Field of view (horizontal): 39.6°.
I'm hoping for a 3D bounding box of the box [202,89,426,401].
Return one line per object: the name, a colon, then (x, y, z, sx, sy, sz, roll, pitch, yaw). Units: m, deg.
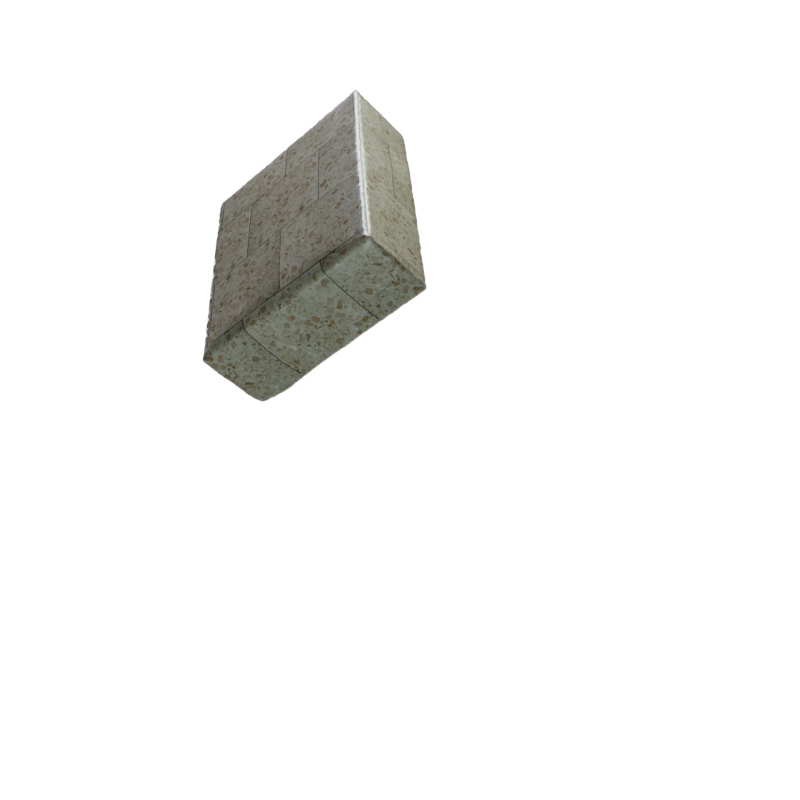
box: (-0.068, -0.124, 0.868, 0.163, 0.229, 0.067, -35, -56, 23)
